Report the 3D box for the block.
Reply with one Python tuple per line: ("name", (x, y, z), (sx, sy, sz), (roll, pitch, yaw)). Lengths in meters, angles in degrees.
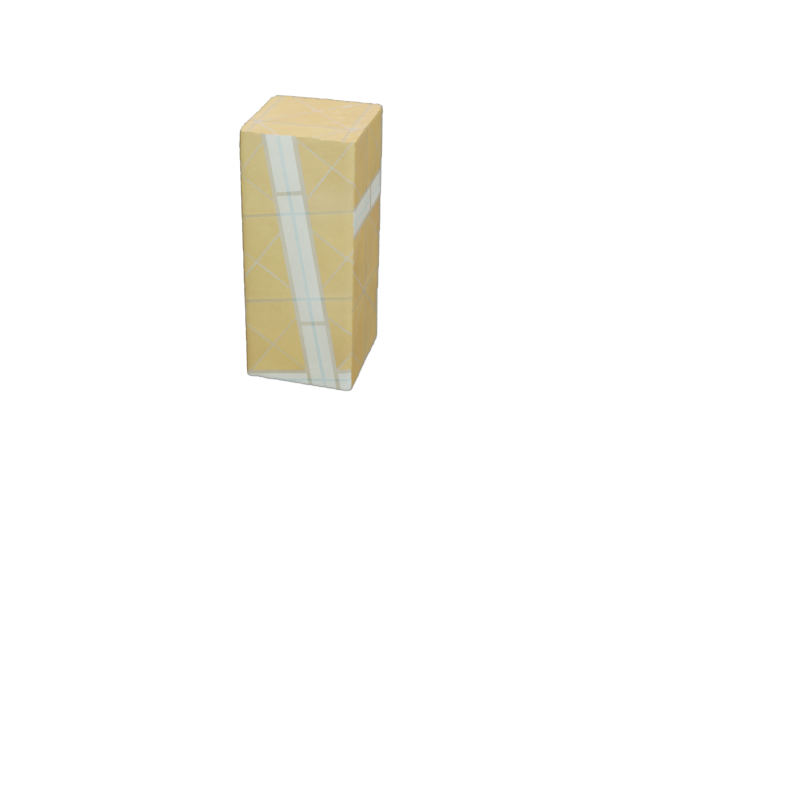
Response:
("block", (-0.068, -0.124, 0.866), (0.092, 0.195, 0.094), (8, 29, 11))
